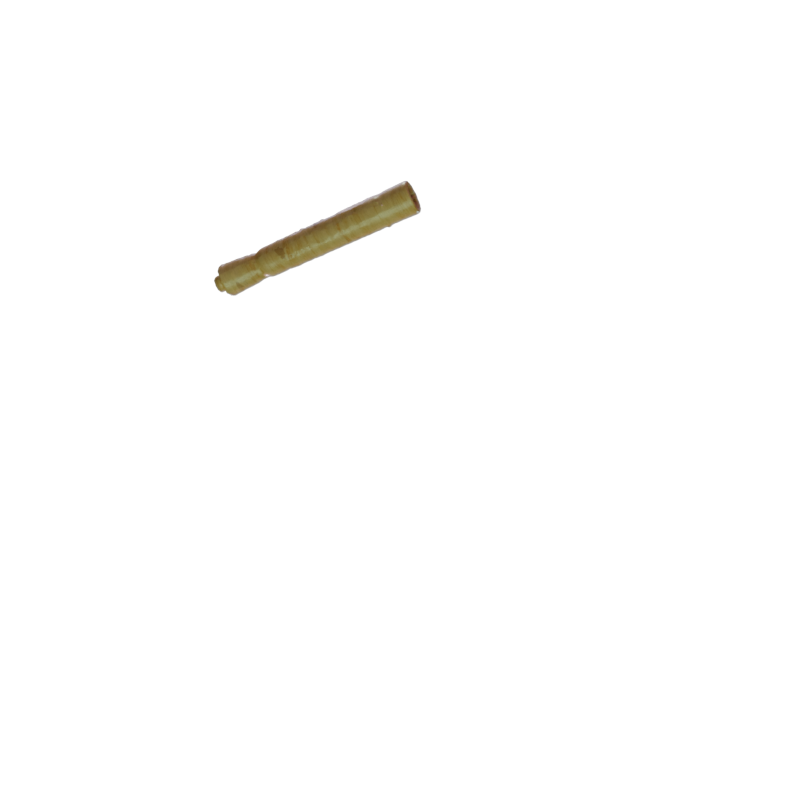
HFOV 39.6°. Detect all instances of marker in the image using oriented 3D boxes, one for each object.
[{"bbox_3d":[-0.047,-0.086,0.600,0.121,0.020,0.019,-22,-2,16],"label":"marker"}]
